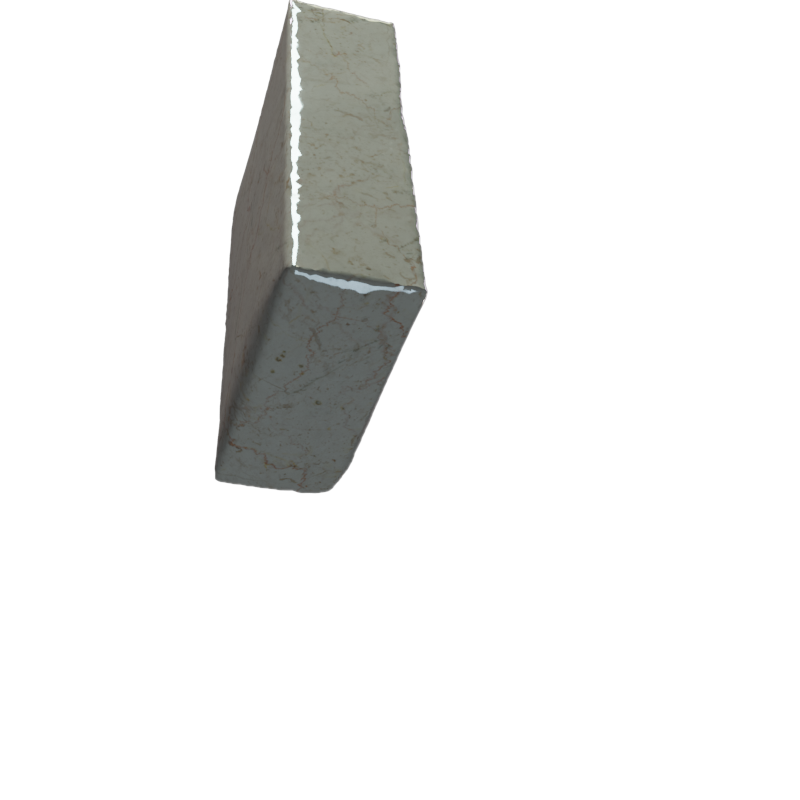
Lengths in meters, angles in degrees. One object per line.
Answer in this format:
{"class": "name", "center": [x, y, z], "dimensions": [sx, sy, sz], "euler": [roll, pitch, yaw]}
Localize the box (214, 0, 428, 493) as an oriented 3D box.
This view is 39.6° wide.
{"class": "box", "center": [-0.047, -0.085, 0.595], "dimensions": [0.070, 0.230, 0.156], "euler": [10, -44, -15]}
